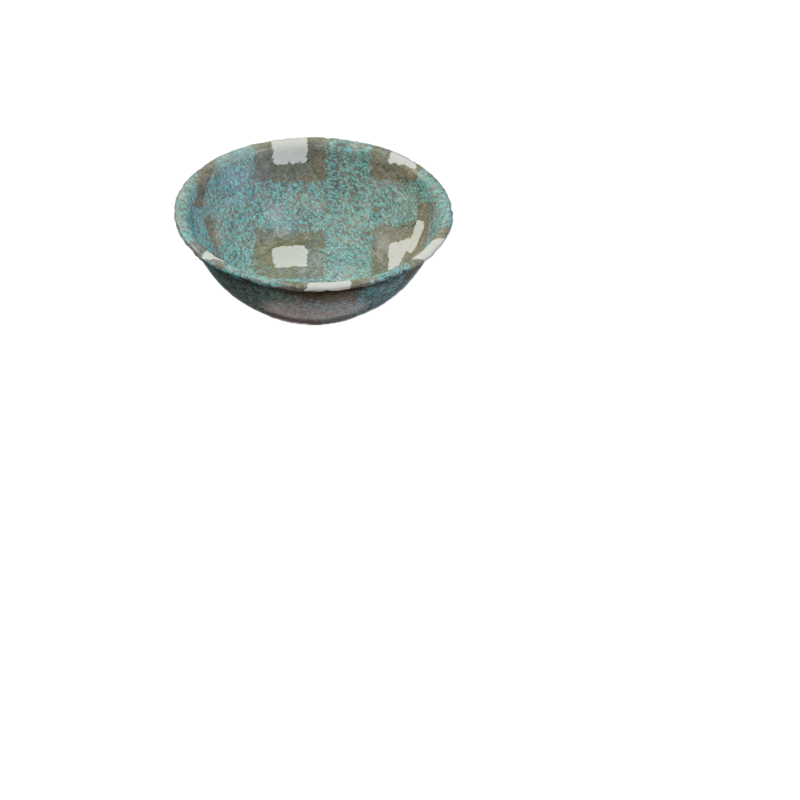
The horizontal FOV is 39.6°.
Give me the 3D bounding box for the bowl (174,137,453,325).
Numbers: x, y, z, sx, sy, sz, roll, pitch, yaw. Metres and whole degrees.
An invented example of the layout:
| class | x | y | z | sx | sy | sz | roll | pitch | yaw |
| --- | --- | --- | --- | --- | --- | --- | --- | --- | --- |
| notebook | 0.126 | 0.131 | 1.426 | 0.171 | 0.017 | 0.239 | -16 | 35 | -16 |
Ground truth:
| class | x | y | z | sx | sy | sz | roll | pitch | yaw |
| --- | --- | --- | --- | --- | --- | --- | --- | --- | --- |
| bowl | -0.051 | -0.094 | 0.657 | 0.162 | 0.051 | 0.174 | -1 | 39 | -2 |
